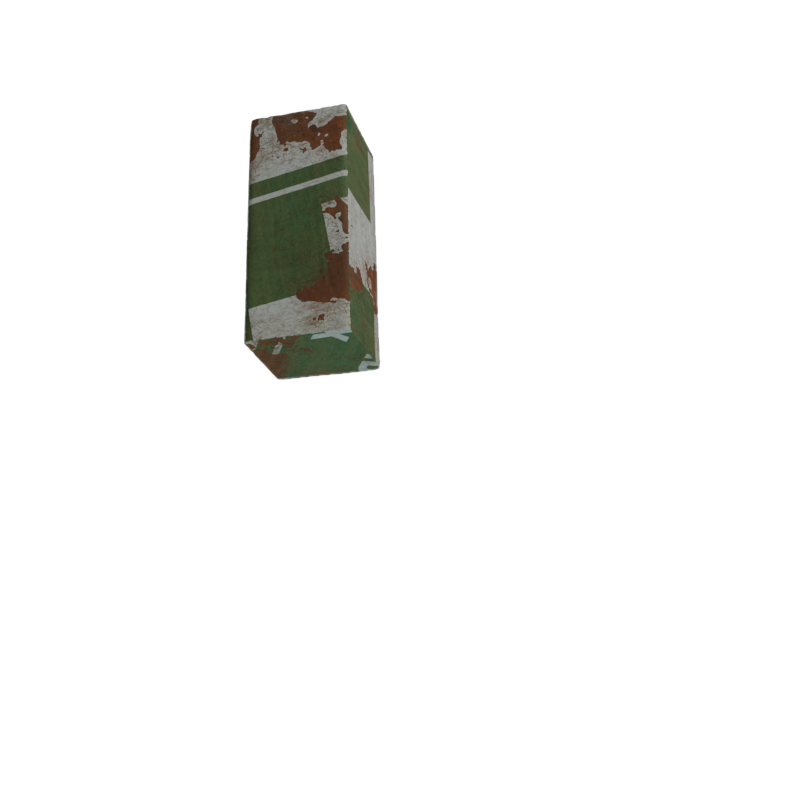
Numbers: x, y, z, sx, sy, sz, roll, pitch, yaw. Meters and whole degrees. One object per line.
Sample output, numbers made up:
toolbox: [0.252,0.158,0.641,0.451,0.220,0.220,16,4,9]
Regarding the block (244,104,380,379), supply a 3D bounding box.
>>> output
block: [-0.073,-0.132,0.929,0.091,0.218,0.084,-8,-26,13]
